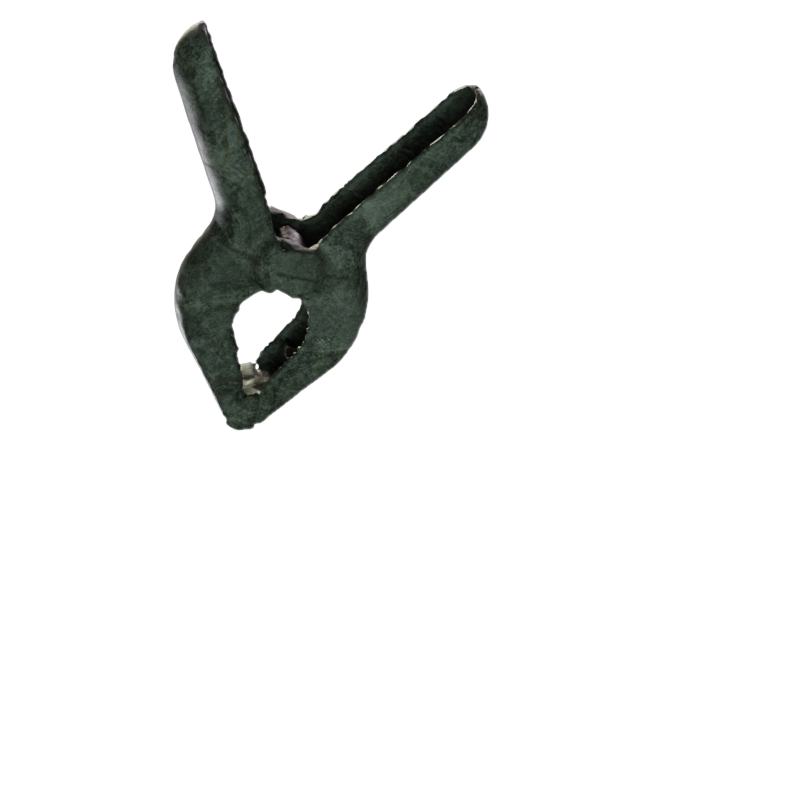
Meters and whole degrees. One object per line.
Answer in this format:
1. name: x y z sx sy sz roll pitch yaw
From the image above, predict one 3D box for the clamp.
1. clamp: -0.035 -0.063 0.443 0.119 0.162 0.042 7 32 -5
